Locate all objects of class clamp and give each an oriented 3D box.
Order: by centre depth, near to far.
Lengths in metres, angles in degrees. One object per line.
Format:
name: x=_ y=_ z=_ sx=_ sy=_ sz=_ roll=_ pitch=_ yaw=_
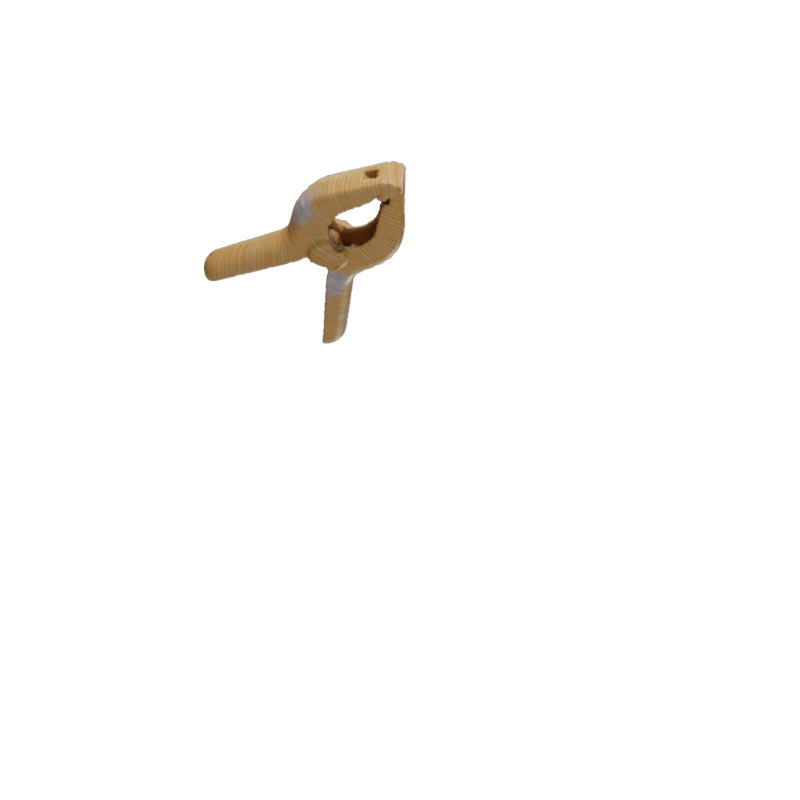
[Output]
clamp: x=-0.062 y=-0.113 z=0.788 sx=0.116 sy=0.042 sz=0.166 roll=20 pitch=-47 yaw=-20
